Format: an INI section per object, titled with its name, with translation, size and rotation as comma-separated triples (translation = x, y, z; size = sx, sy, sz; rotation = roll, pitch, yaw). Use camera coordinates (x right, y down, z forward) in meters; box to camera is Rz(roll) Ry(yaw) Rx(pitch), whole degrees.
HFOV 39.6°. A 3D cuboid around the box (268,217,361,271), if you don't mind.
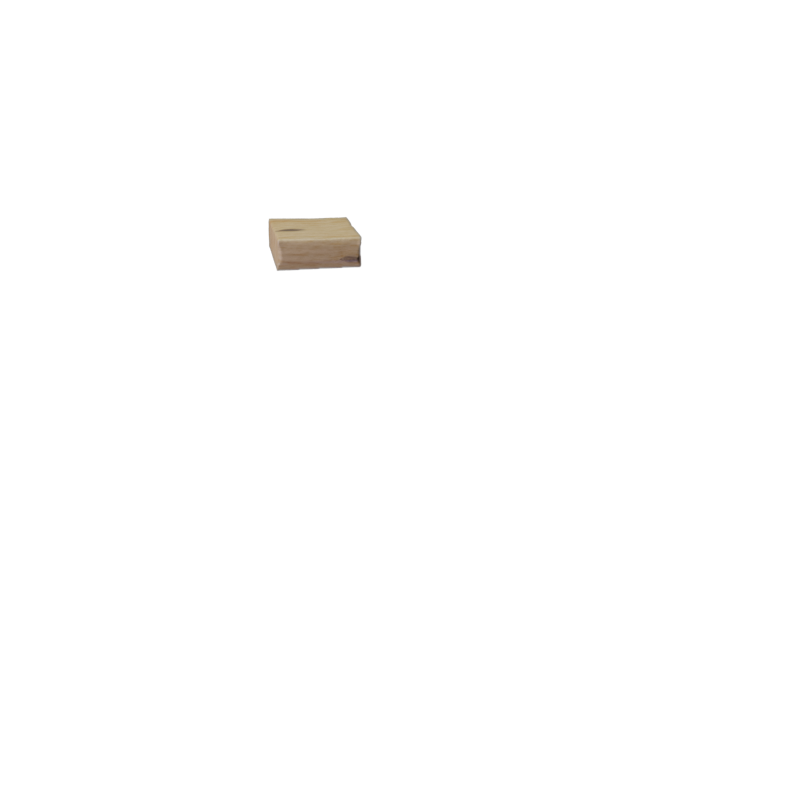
[box]
translation = -0.076, -0.139, 0.975
size = 0.072, 0.029, 0.094
rotation = -3, 20, -9
